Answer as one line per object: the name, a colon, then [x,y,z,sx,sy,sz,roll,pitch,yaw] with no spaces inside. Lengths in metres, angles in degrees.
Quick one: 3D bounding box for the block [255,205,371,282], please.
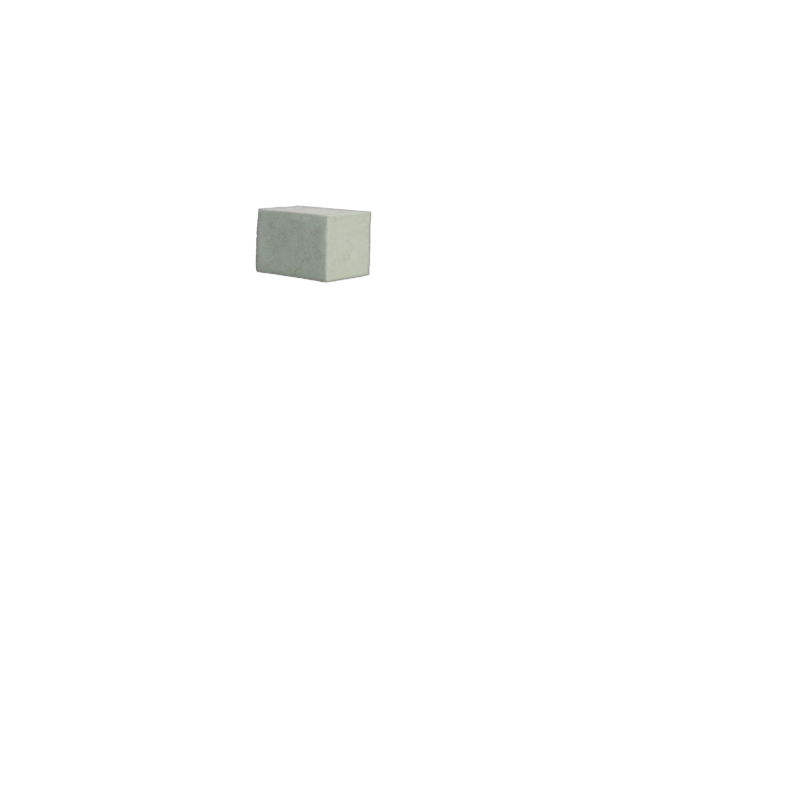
block: [-0.068,-0.123,0.865,0.082,0.050,0.051,11,15,40]
